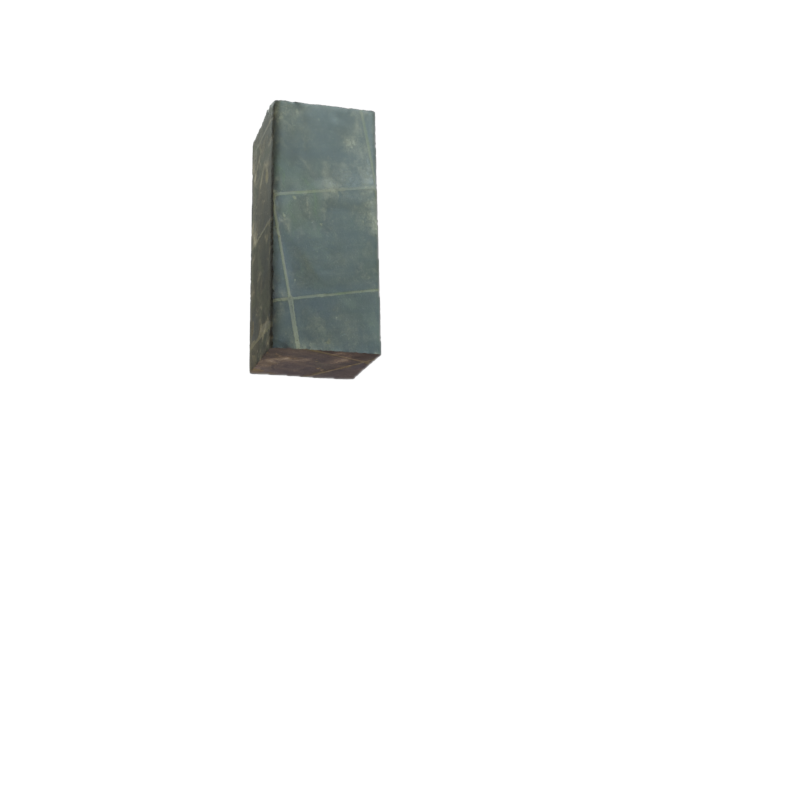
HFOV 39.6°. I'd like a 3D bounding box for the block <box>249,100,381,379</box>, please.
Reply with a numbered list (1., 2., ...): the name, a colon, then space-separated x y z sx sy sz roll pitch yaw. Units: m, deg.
1. block: -0.072 -0.129 0.906 0.088 0.216 0.089 4 -19 -15
